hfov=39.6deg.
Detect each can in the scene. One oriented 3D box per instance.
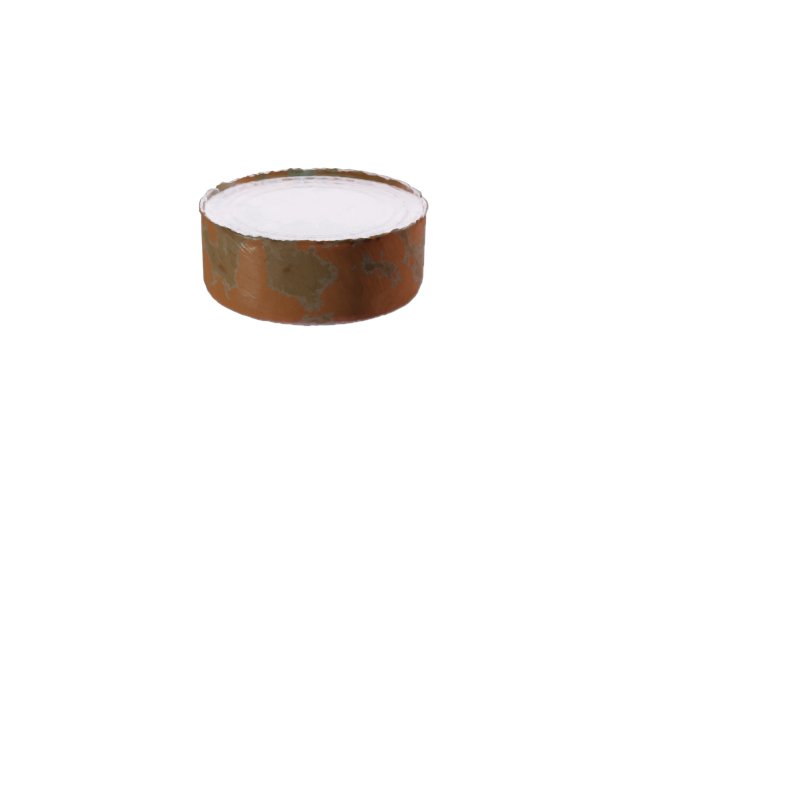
[{"bbox_3d":[-0.033,-0.060,0.421,0.086,0.032,0.091,-1,27,-2],"label":"can"}]
